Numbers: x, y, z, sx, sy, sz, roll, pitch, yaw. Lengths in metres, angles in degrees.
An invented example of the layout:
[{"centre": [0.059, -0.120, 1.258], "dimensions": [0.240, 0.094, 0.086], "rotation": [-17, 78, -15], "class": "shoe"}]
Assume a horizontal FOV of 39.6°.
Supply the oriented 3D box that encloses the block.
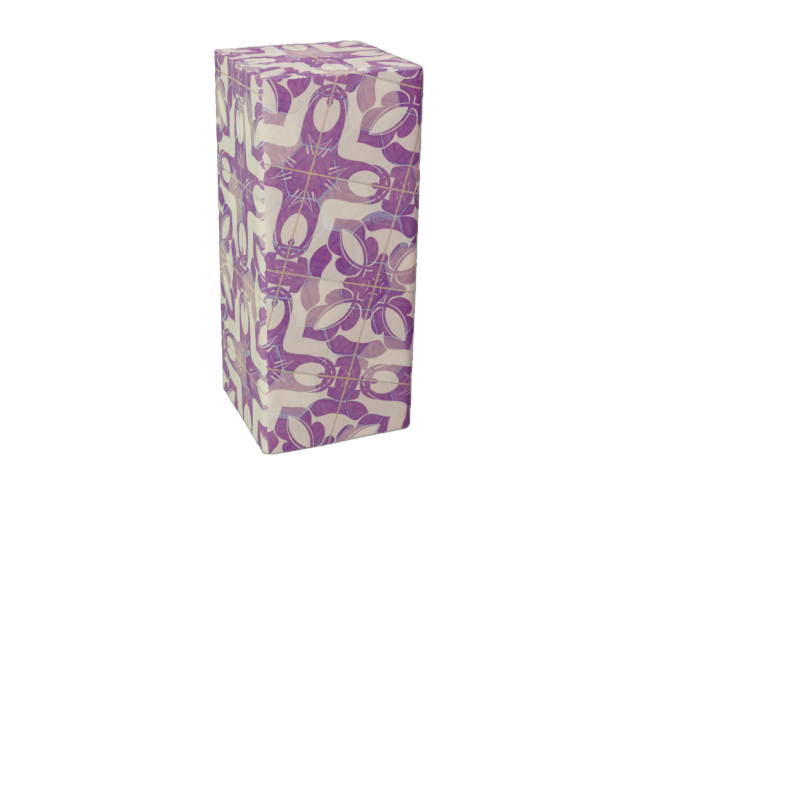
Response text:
[{"centre": [-0.048, -0.088, 0.616], "dimensions": [0.088, 0.197, 0.097], "rotation": [-8, 23, -22], "class": "block"}]
